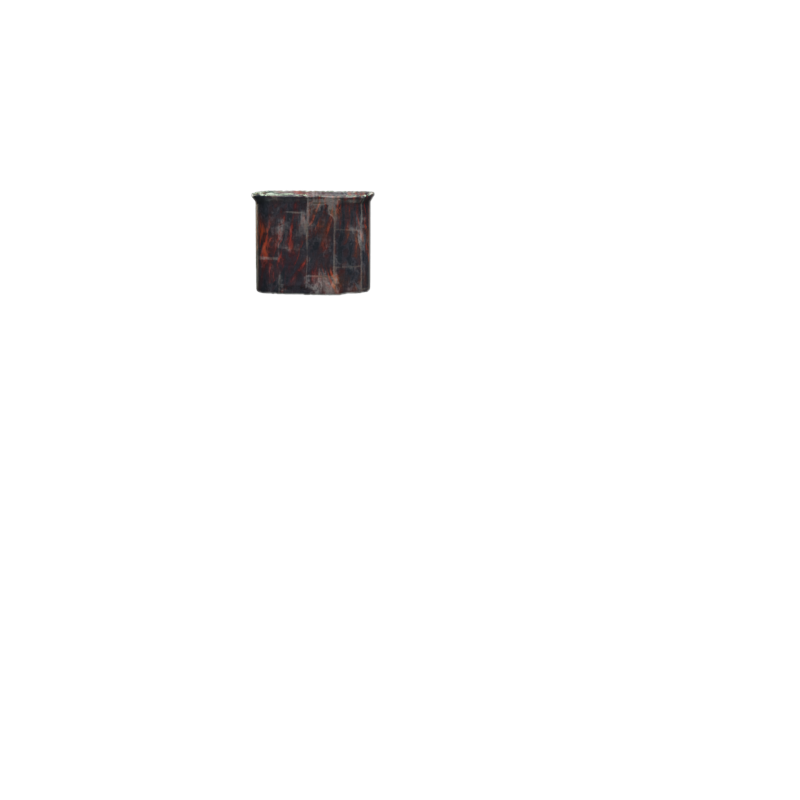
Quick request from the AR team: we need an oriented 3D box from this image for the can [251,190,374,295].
[{"bbox_3d":[-0.074,-0.134,0.939,0.103,0.082,0.058,2,10,8],"label":"can"}]
